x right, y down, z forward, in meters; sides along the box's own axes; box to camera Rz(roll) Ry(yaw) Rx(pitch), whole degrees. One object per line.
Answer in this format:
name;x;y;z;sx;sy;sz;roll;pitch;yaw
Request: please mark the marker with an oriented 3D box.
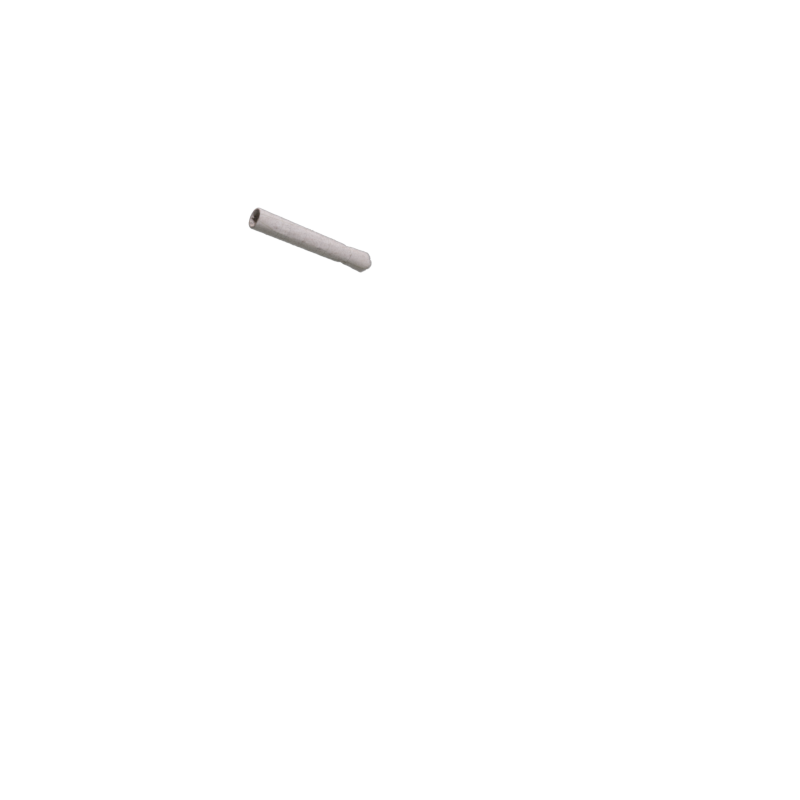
marker;-0.074;-0.136;0.950;0.115;0.020;0.020;19;-7;-30
